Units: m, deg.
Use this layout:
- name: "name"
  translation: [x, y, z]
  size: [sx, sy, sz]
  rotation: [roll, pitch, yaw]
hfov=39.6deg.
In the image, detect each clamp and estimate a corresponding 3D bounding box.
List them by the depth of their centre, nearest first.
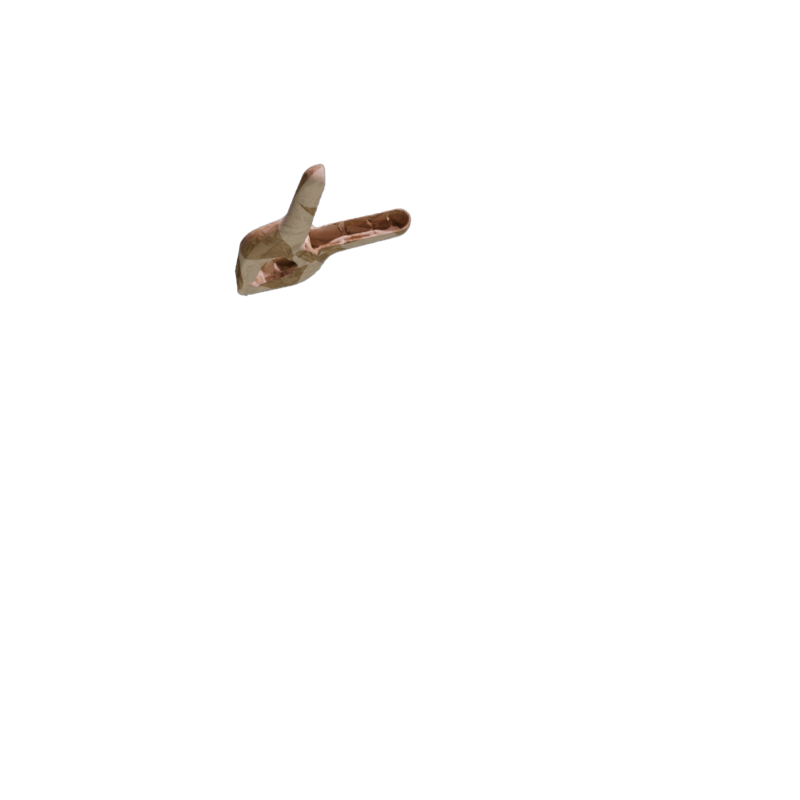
- name: "clamp"
  translation: [-0.077, -0.140, 0.982]
  size: [0.114, 0.042, 0.169]
  rotation: [23, -38, -32]
